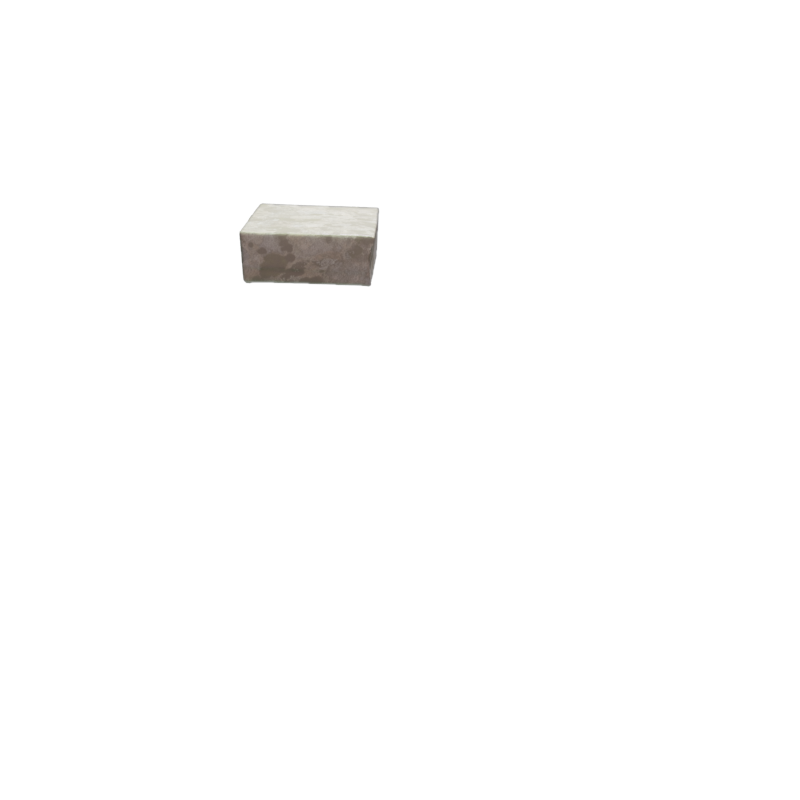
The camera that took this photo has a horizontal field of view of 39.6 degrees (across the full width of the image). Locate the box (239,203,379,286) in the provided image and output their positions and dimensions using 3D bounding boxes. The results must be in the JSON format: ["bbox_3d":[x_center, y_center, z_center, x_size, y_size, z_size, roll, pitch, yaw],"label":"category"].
[{"bbox_3d":[-0.061,-0.111,0.779,0.090,0.037,0.118,1,21,2],"label":"box"}]
